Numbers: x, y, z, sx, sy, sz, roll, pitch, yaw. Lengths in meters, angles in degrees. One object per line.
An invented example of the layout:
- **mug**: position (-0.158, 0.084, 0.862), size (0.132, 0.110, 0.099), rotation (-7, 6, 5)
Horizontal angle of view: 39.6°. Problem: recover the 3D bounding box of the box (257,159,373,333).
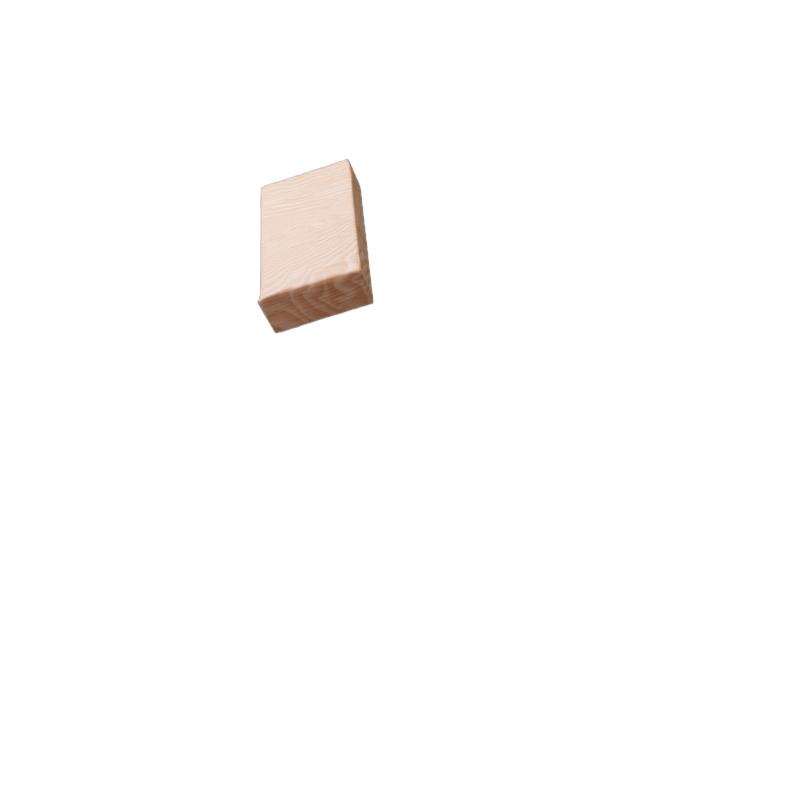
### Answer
- **box**: position (-0.078, -0.142, 0.995), size (0.094, 0.044, 0.189), rotation (-17, 38, 10)
